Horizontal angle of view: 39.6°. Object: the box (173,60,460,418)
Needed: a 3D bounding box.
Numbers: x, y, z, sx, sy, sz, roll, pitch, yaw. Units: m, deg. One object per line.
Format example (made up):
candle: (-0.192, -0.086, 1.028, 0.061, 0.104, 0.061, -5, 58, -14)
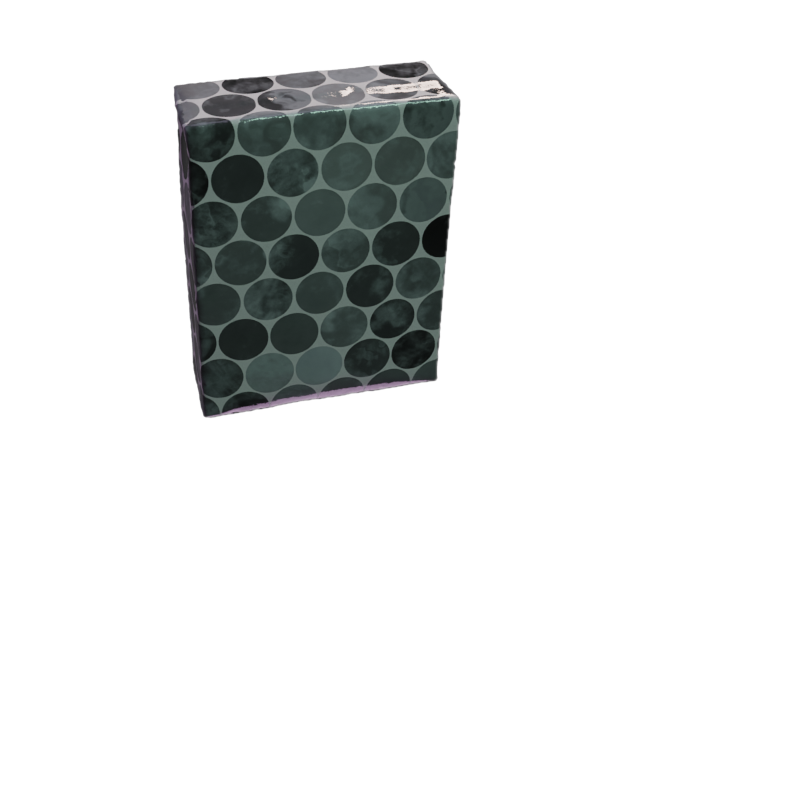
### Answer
box: (-0.056, -0.101, 0.710, 0.162, 0.200, 0.078, -8, 36, -14)
